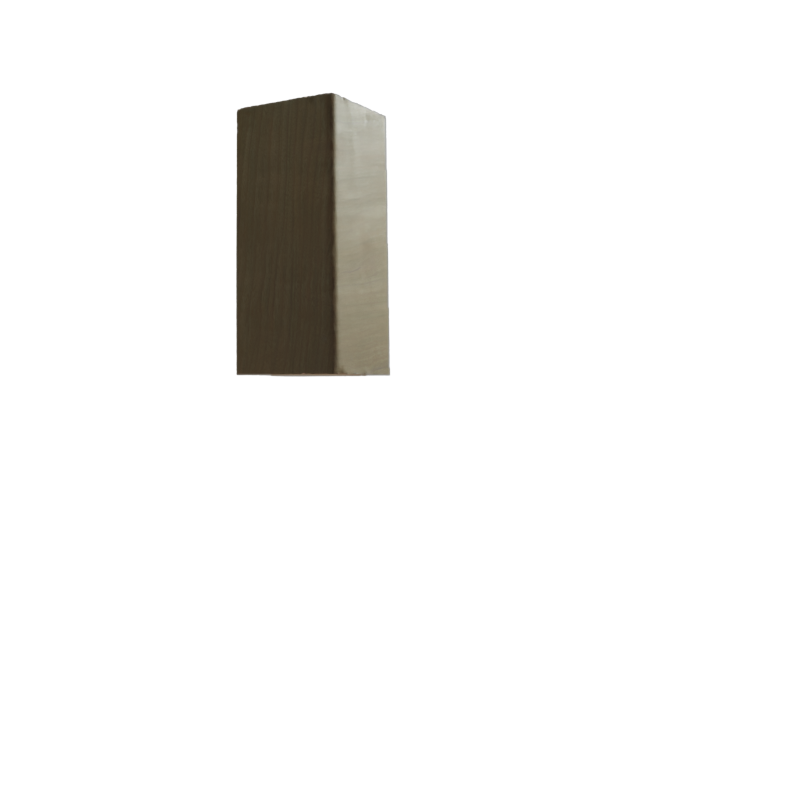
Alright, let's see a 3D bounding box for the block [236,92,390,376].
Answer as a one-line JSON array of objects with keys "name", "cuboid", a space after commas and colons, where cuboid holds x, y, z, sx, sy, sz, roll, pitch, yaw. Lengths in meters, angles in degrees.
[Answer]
[{"name": "block", "cuboid": [-0.068, -0.123, 0.860, 0.093, 0.210, 0.086, -4, -8, 30]}]
